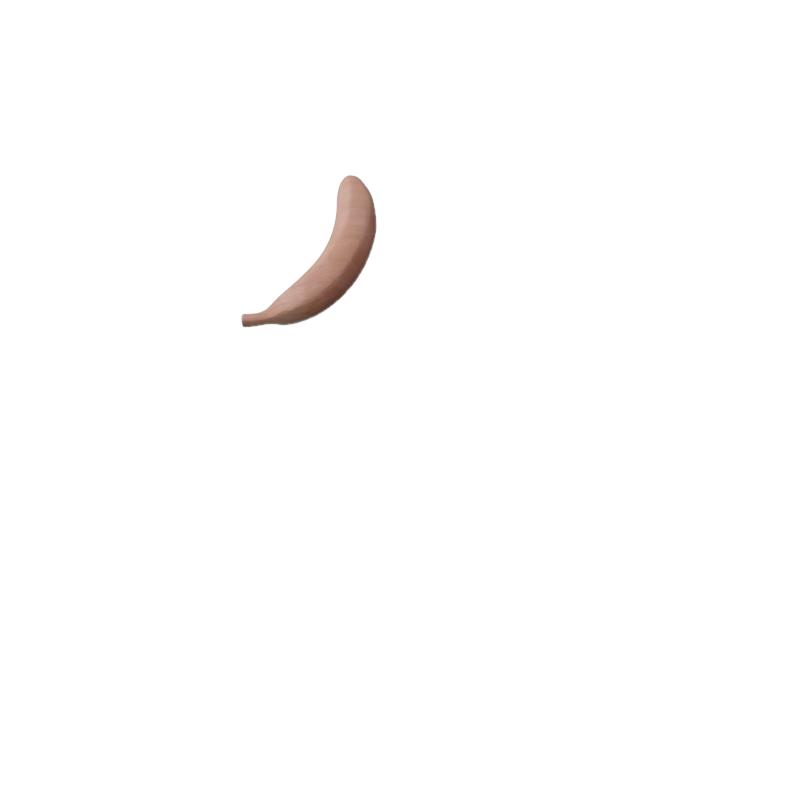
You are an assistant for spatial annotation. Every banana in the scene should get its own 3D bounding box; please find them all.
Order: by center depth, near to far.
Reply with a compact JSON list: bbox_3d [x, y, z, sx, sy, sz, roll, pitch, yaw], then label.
[{"bbox_3d":[-0.061,-0.128,0.958,0.072,0.205,0.034,20,-38,16],"label":"banana"}]
